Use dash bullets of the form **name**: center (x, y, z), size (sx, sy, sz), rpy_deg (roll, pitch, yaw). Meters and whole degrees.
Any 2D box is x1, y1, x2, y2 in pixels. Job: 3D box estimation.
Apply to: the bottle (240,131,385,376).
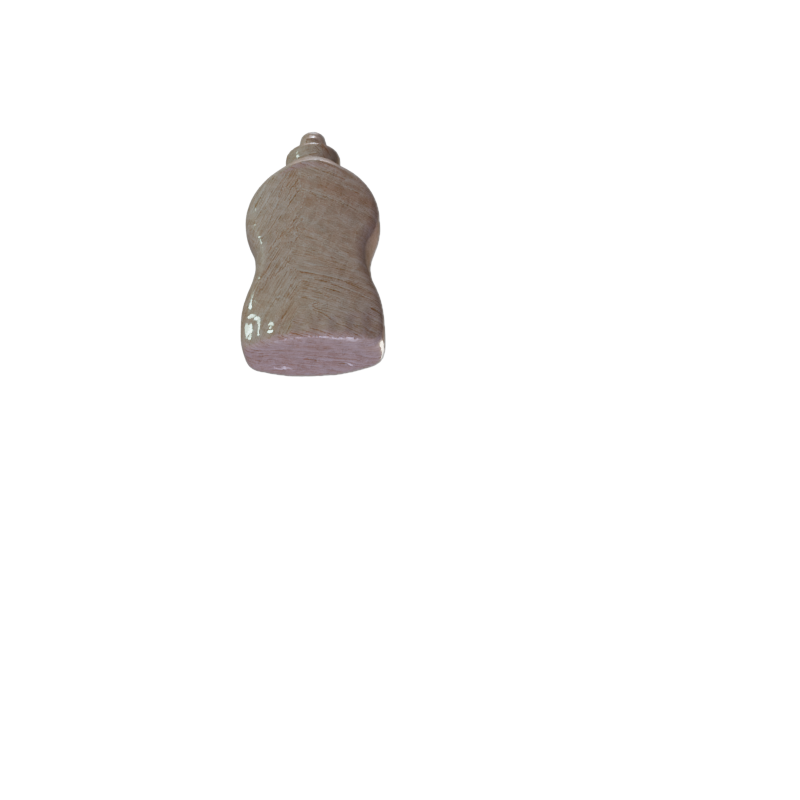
- **bottle**: center (-0.062, -0.113, 0.788), size (0.096, 0.205, 0.054), rpy_deg (-5, -33, 4)
